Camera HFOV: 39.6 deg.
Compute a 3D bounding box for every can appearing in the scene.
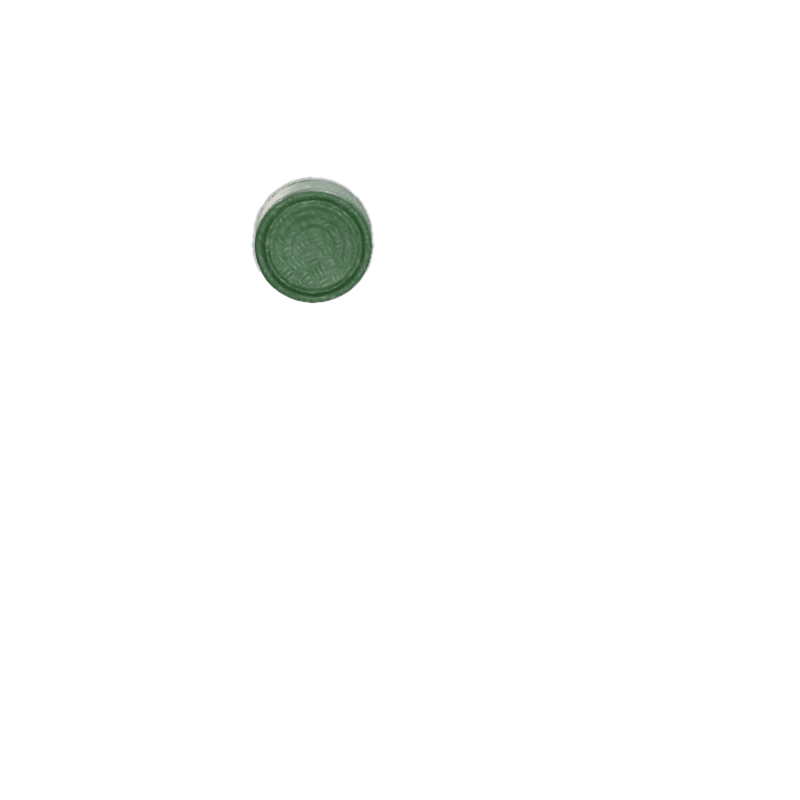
[{"bbox_3d":[-0.062,-0.114,0.797,0.086,0.083,0.035,0,17,-1],"label":"can"}]
